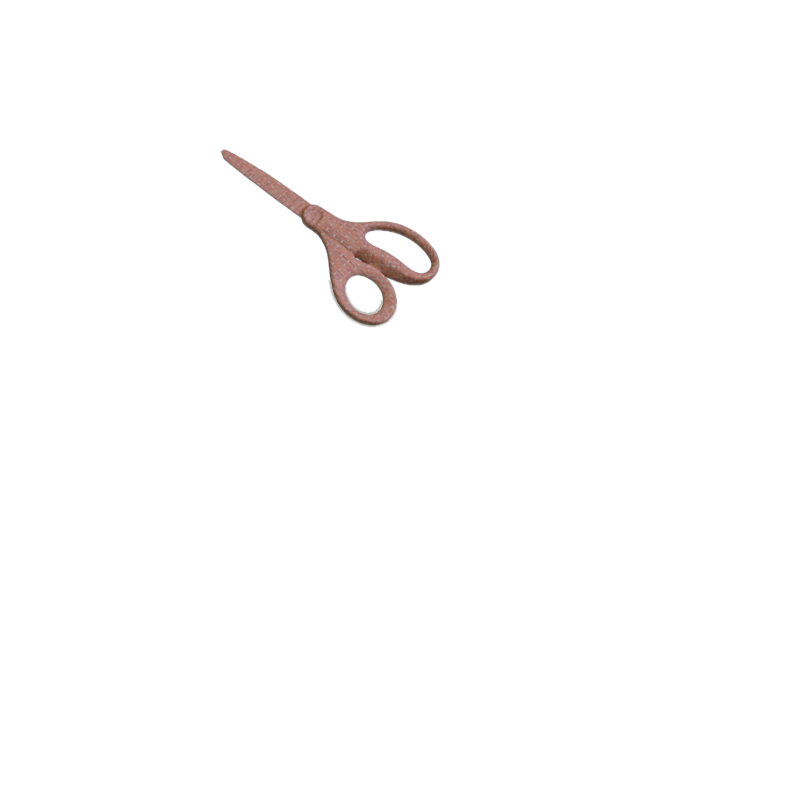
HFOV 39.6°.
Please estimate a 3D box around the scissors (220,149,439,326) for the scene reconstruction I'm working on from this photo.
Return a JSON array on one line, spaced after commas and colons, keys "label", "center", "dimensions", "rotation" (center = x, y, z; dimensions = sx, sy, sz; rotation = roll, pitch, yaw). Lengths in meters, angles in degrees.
[{"label": "scissors", "center": [-0.069, -0.127, 0.887], "dimensions": [0.205, 0.099, 0.015], "rotation": [21, -19, 8]}]
